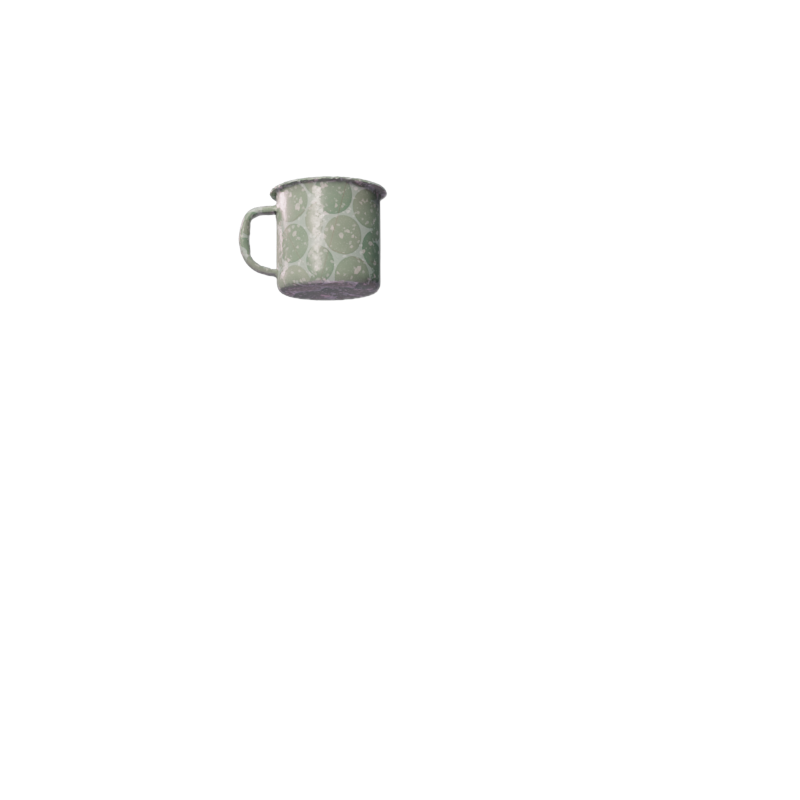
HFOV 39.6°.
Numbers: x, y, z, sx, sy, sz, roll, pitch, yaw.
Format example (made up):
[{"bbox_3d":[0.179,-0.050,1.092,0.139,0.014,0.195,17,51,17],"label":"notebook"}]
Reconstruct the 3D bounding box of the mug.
[{"bbox_3d":[-0.068,-0.124,0.872,0.116,0.084,0.092,1,-9,-7],"label":"mug"}]
